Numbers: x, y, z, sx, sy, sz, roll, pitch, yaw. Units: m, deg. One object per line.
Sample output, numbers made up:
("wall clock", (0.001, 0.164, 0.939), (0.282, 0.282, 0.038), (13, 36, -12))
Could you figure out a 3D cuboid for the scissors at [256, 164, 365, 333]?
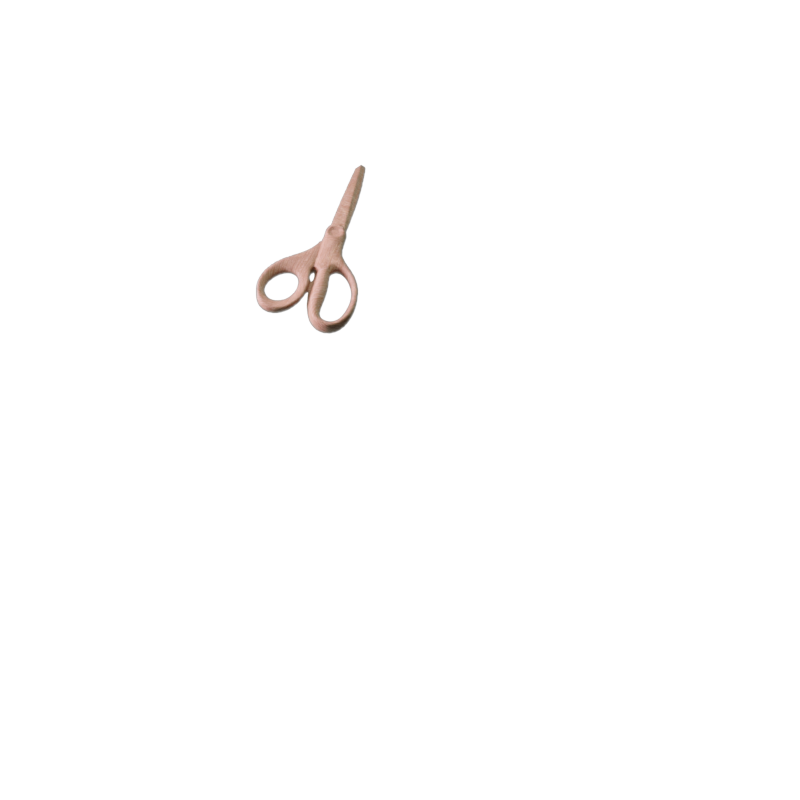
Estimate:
("scissors", (-0.077, -0.141, 0.986), (0.096, 0.217, 0.015), (-1, -40, -1))
